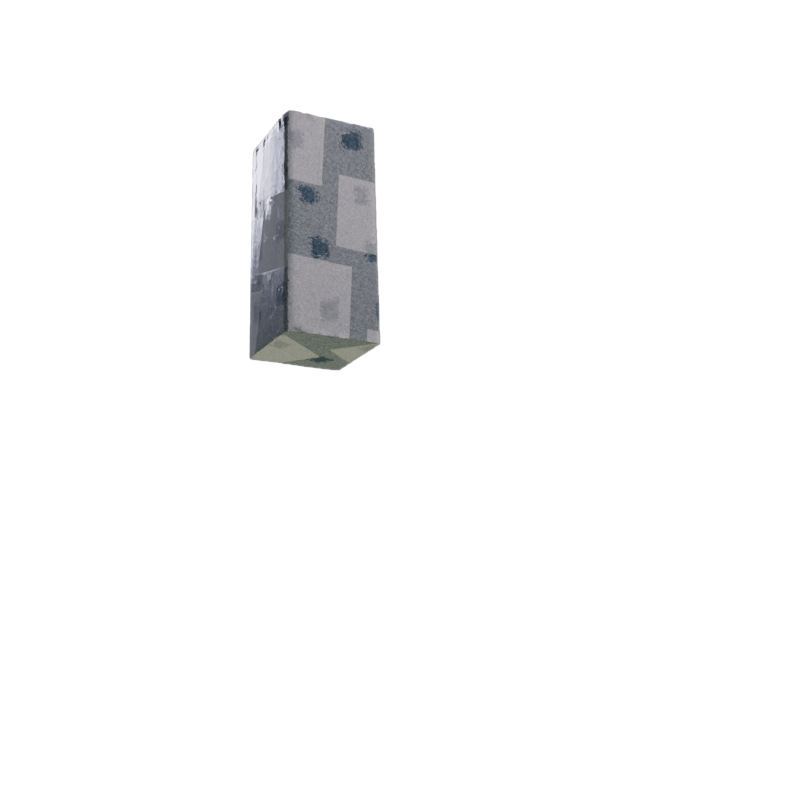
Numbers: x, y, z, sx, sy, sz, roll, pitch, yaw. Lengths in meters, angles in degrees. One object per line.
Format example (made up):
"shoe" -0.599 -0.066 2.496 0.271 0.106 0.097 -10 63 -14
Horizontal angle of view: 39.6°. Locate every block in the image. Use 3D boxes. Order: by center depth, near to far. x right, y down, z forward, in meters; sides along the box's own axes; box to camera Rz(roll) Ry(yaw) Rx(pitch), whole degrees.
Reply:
"block" -0.078 -0.142 0.993 0.087 0.217 0.089 9 -23 -25
